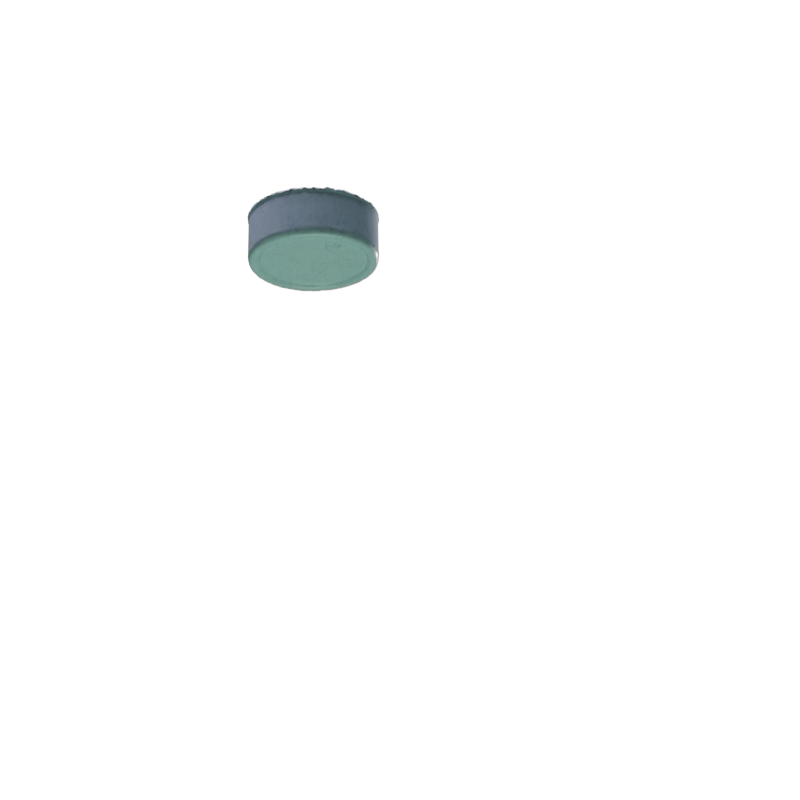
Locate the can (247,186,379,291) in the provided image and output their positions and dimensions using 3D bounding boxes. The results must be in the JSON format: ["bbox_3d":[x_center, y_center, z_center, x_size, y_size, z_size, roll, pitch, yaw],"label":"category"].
[{"bbox_3d":[-0.056,-0.102,0.717,0.086,0.035,0.081,0,-22,-2],"label":"can"}]
